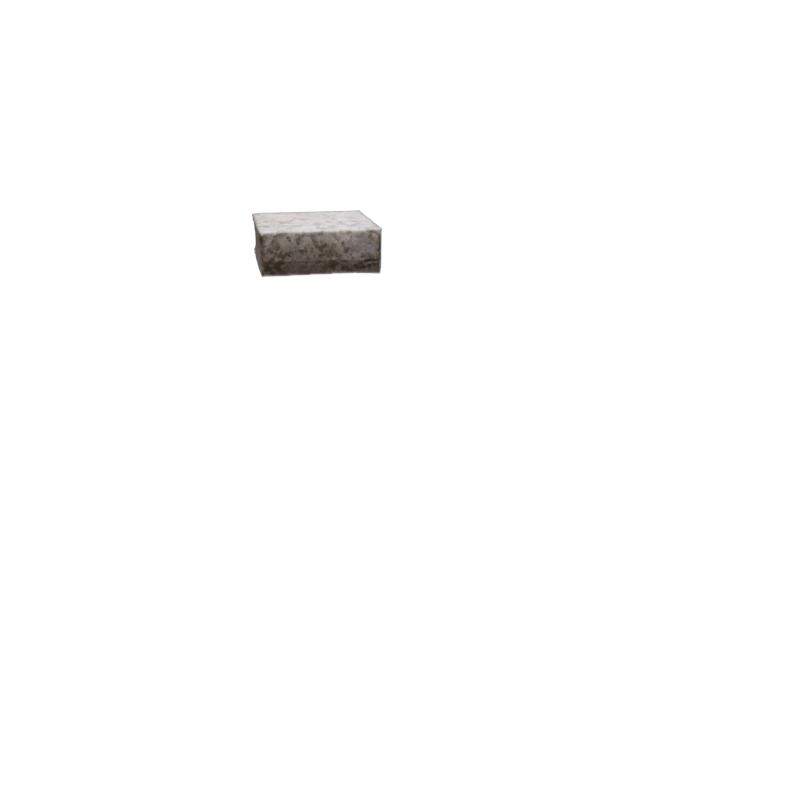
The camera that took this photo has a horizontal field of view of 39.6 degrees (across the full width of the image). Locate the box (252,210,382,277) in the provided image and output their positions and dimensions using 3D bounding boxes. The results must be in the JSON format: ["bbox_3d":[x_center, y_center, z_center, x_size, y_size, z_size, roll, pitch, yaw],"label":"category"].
[{"bbox_3d":[-0.067,-0.122,0.854,0.089,0.038,0.117,-2,14,-9],"label":"box"}]
